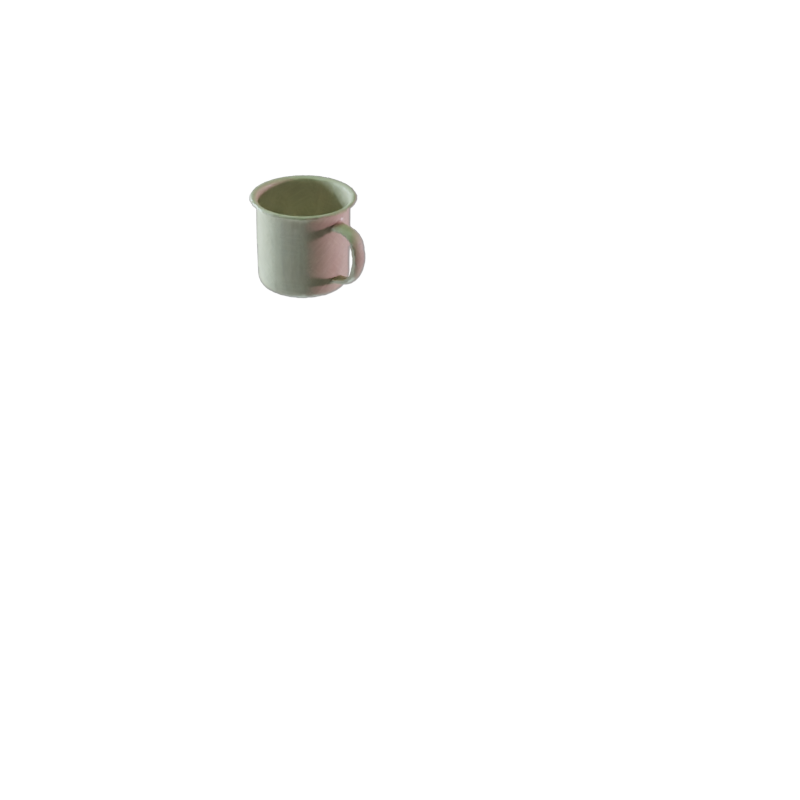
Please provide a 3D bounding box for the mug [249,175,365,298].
[{"bbox_3d":[-0.076,-0.138,0.966,0.124,0.077,0.093,25,38,34],"label":"mug"}]
